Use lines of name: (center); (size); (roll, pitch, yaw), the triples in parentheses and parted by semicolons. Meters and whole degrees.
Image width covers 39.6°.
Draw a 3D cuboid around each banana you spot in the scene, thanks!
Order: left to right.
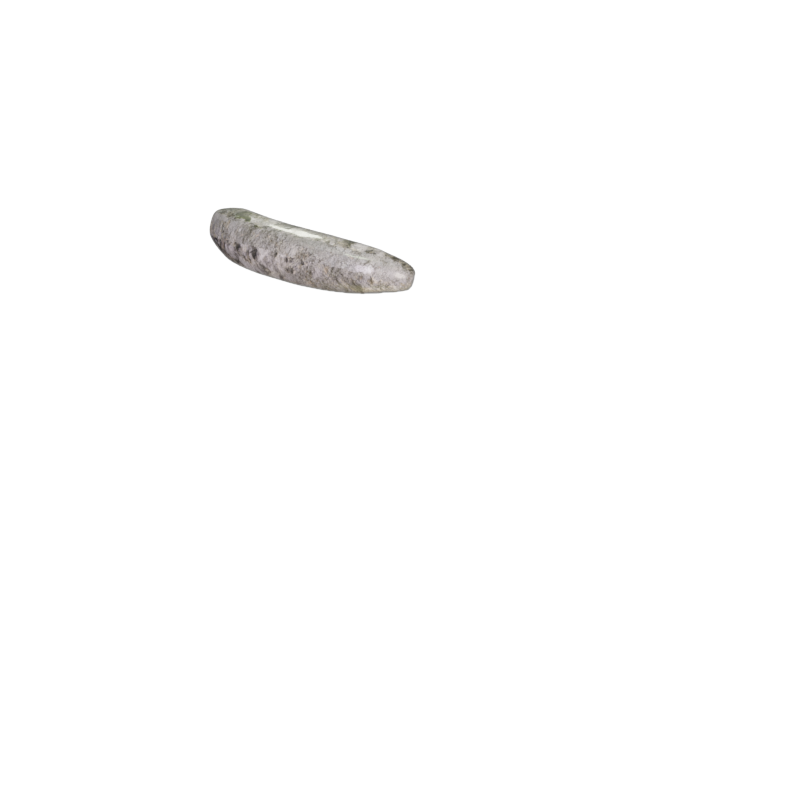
banana: (-0.076, -0.106, 0.755); (0.068, 0.035, 0.211); (-15, 27, -34)
